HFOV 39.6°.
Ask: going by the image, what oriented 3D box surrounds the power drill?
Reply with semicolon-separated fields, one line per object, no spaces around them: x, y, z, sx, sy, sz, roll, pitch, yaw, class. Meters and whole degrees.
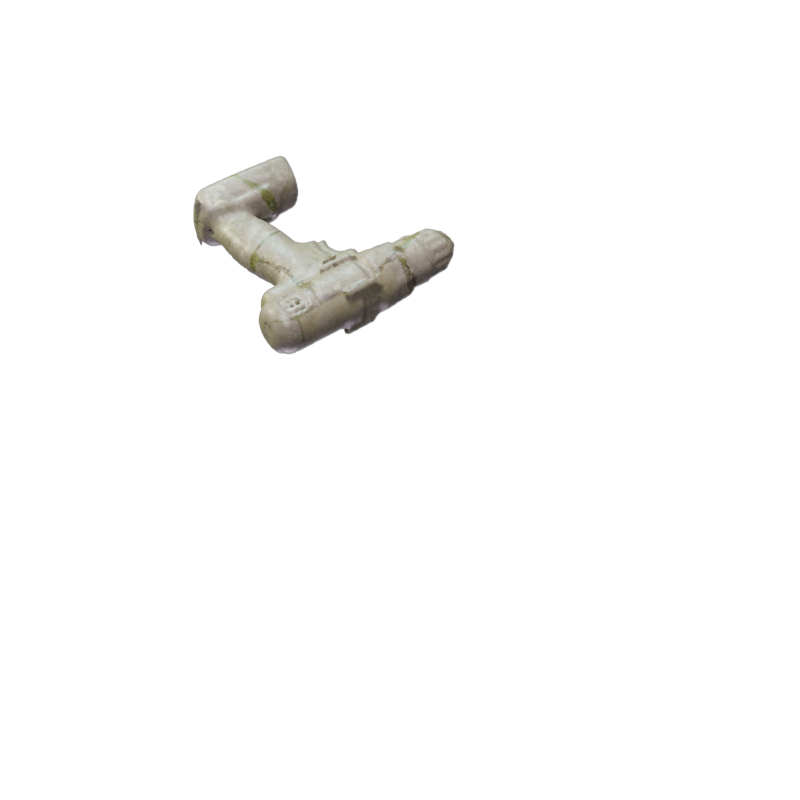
-0.074;-0.134;0.940;0.184;0.053;0.202;-28;50;-26;power drill
